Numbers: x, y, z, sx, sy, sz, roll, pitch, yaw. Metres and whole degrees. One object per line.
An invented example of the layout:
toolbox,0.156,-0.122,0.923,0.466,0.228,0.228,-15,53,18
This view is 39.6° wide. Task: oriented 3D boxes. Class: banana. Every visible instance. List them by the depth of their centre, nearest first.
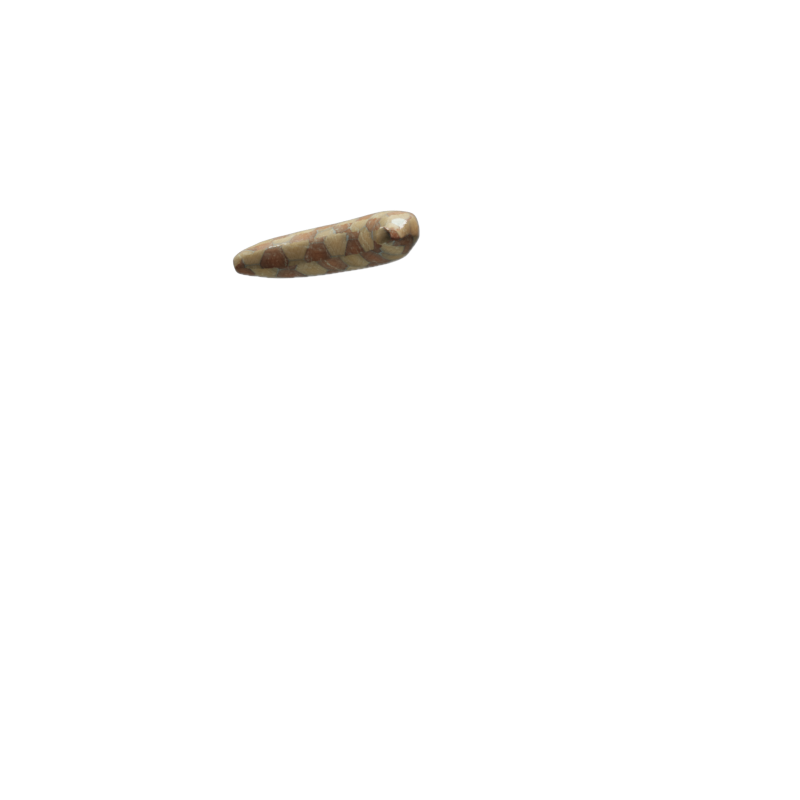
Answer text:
banana,-0.046,-0.115,0.815,0.067,0.037,0.203,3,-4,-38
